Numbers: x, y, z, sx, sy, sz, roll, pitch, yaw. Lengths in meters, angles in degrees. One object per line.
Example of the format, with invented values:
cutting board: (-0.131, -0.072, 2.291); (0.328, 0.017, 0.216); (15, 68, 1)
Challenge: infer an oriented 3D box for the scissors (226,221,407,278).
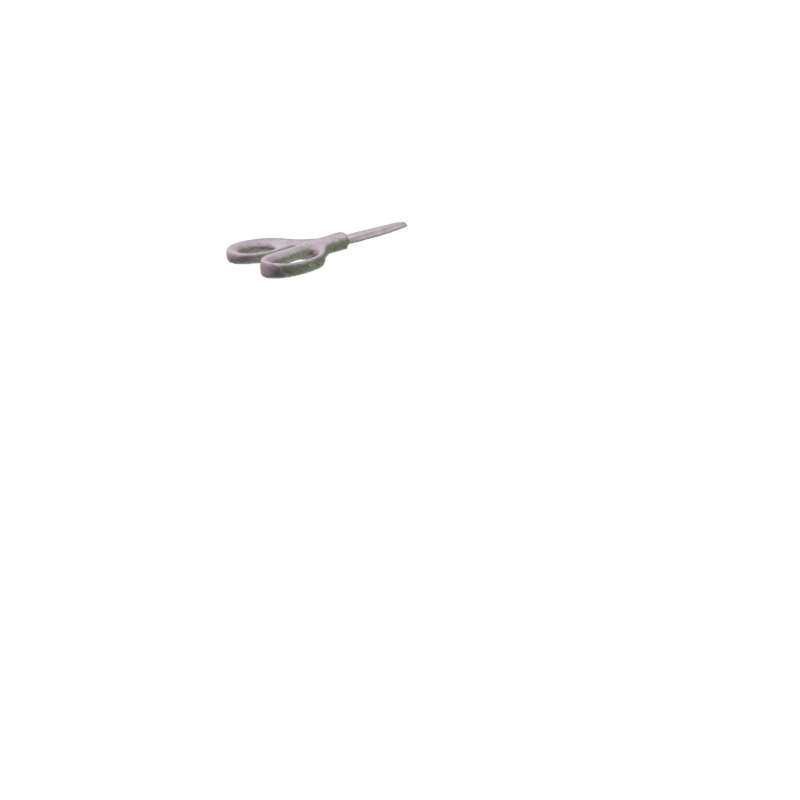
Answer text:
scissors: (-0.077, -0.141, 0.988); (0.100, 0.015, 0.202); (10, 23, 23)
